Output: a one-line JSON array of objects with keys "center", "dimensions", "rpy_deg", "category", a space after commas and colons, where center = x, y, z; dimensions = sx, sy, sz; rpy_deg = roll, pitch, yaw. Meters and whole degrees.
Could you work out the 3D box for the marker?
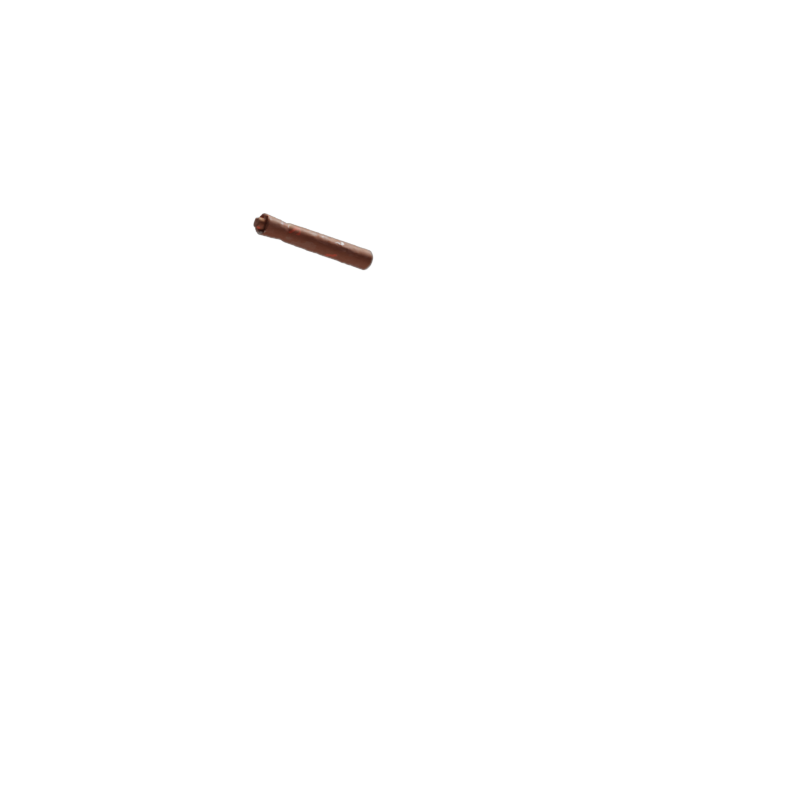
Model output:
[{"center": [-0.074, -0.135, 0.948], "dimensions": [0.114, 0.020, 0.021], "rpy_deg": [15, -6, -36], "category": "marker"}]
